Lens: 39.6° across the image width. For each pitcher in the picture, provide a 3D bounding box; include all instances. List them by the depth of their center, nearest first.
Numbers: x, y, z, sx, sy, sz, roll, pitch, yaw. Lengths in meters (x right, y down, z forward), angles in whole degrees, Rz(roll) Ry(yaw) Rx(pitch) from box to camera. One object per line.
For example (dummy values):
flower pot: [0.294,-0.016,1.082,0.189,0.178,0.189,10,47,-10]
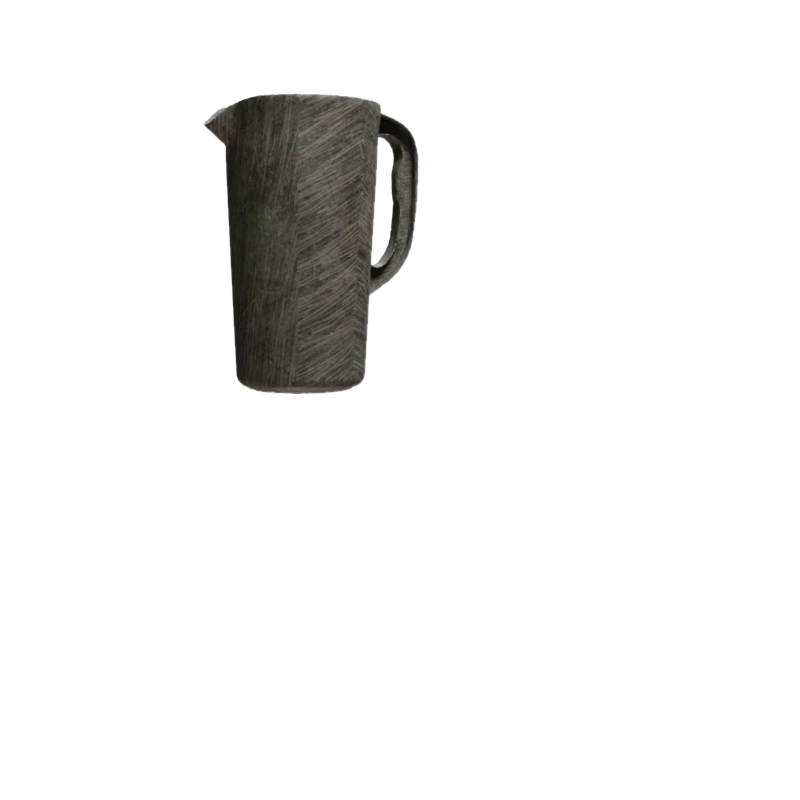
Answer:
pitcher: [-0.073,-0.133,0.931,0.153,0.243,0.142,1,2,19]
